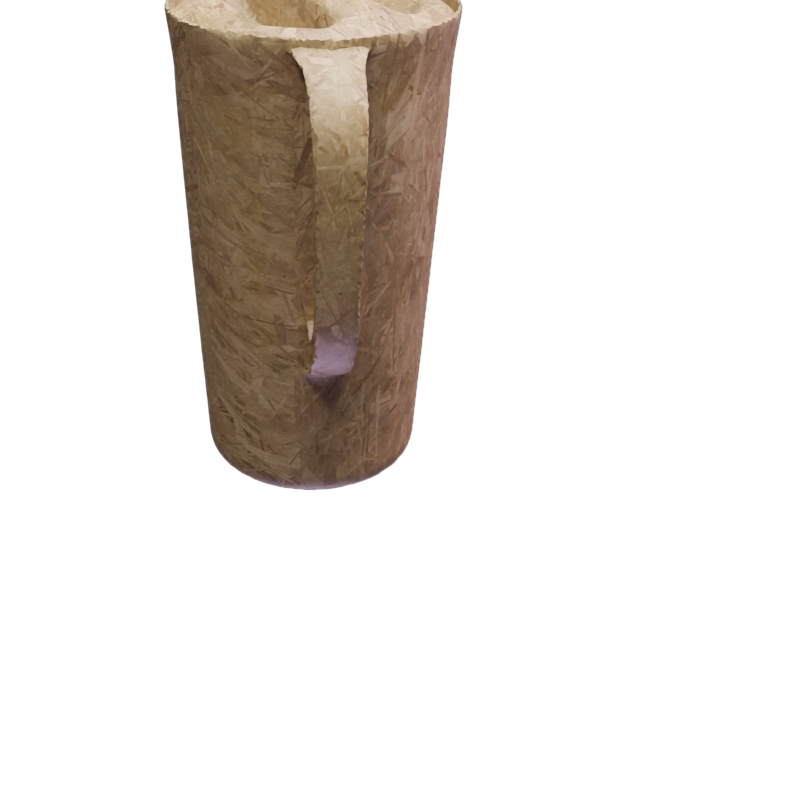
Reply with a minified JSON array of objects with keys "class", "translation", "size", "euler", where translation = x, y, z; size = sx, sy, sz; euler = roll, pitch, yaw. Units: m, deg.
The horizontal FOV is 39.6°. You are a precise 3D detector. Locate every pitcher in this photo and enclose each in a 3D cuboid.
[{"class":"pitcher","translation":[-0.042,-0.076,0.536],"size":[0.153,0.230,0.149],"euler":[19,32,31]}]
